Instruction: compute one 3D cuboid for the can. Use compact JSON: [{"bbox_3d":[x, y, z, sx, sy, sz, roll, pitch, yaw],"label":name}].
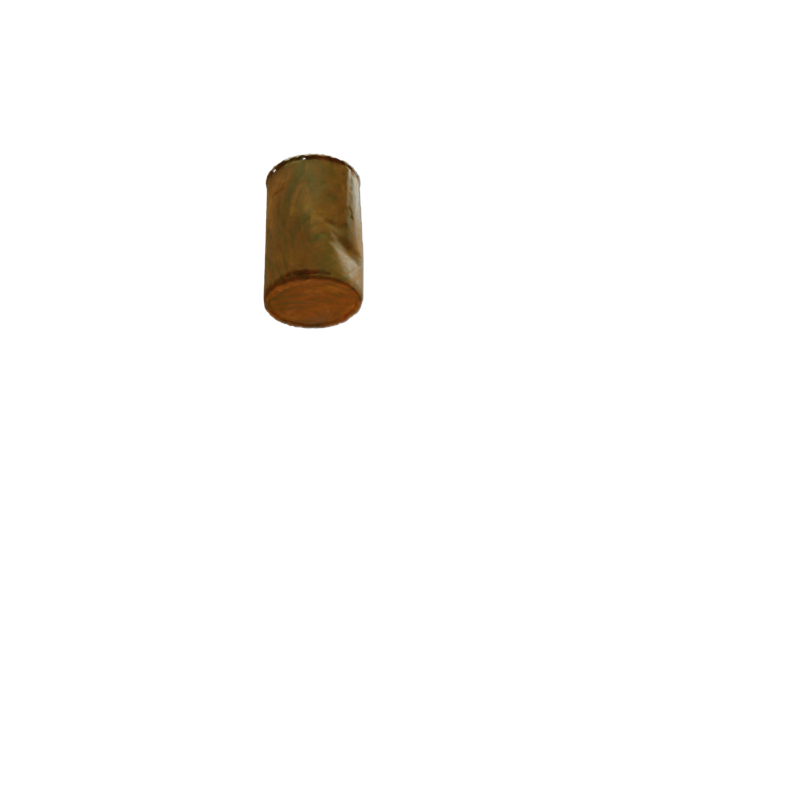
[{"bbox_3d":[-0.060,-0.109,0.765,0.068,0.109,0.064,0,-30,-2],"label":"can"}]
